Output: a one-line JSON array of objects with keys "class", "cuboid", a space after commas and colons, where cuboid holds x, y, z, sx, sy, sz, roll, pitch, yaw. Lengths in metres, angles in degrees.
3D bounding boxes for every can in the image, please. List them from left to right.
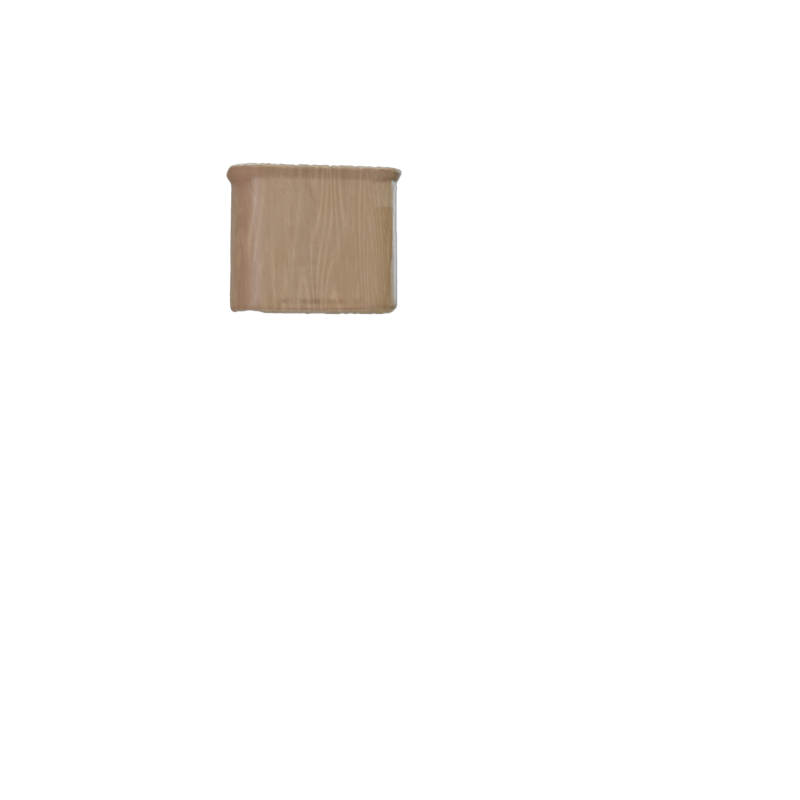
[{"class": "can", "cuboid": [-0.051, -0.093, 0.652, 0.100, 0.085, 0.058, 0, -3, -10]}]
